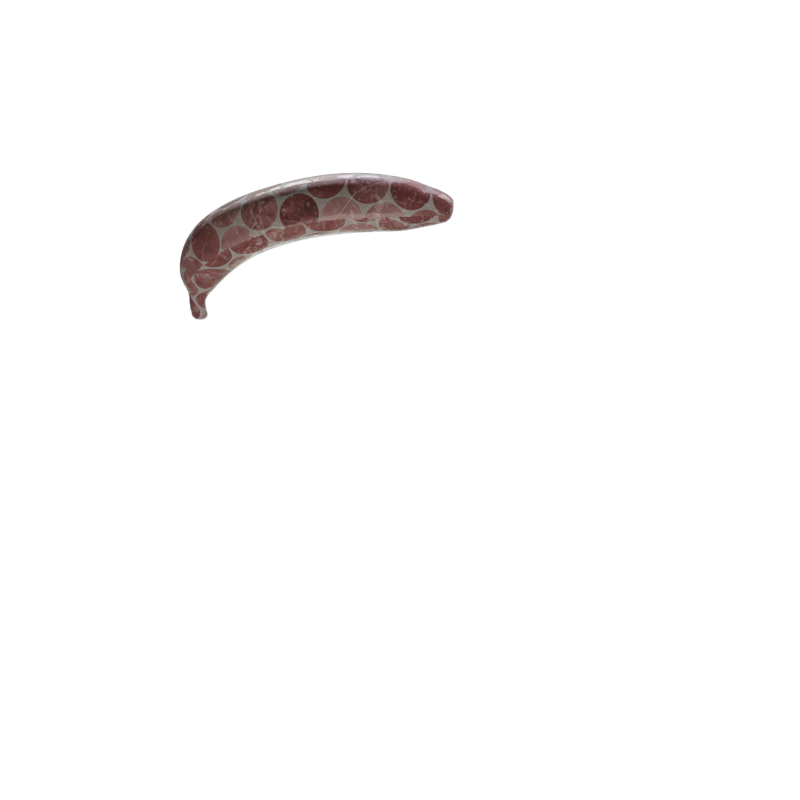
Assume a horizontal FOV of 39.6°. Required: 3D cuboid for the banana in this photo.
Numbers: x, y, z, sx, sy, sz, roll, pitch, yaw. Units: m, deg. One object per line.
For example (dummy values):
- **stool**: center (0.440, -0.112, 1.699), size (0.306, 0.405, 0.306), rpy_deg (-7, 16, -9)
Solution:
- **banana**: center (-0.067, -0.107, 0.694), size (0.200, 0.039, 0.064), rpy_deg (-17, -36, 25)
